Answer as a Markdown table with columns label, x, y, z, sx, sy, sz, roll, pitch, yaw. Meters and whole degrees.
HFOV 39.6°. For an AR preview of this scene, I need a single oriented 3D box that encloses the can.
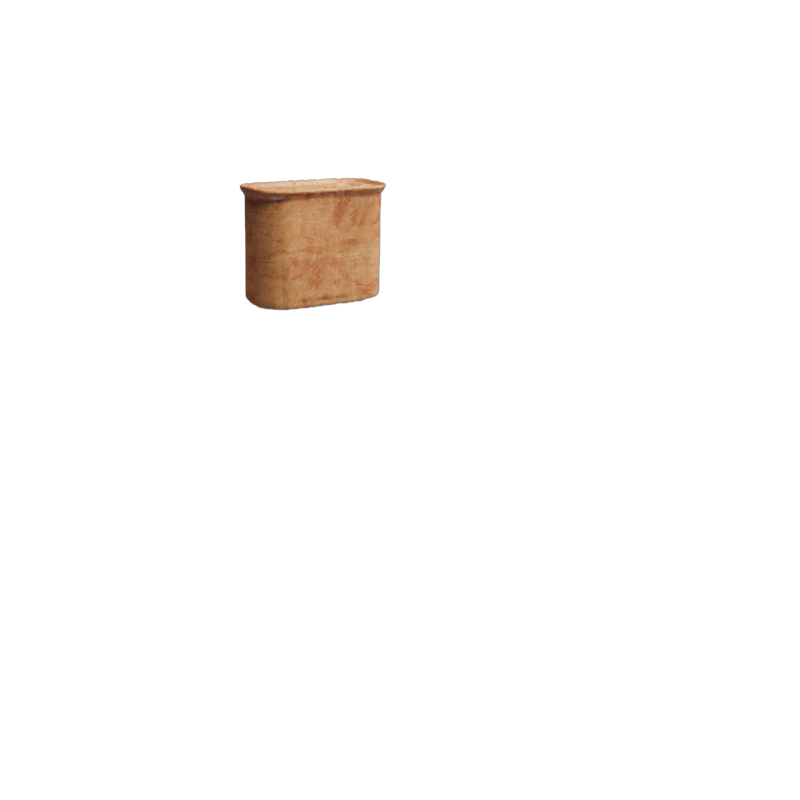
| label | x | y | z | sx | sy | sz | roll | pitch | yaw |
| --- | --- | --- | --- | --- | --- | --- | --- | --- | --- |
| can | -0.062 | -0.113 | 0.790 | 0.099 | 0.082 | 0.061 | -8 | 15 | -29 |
